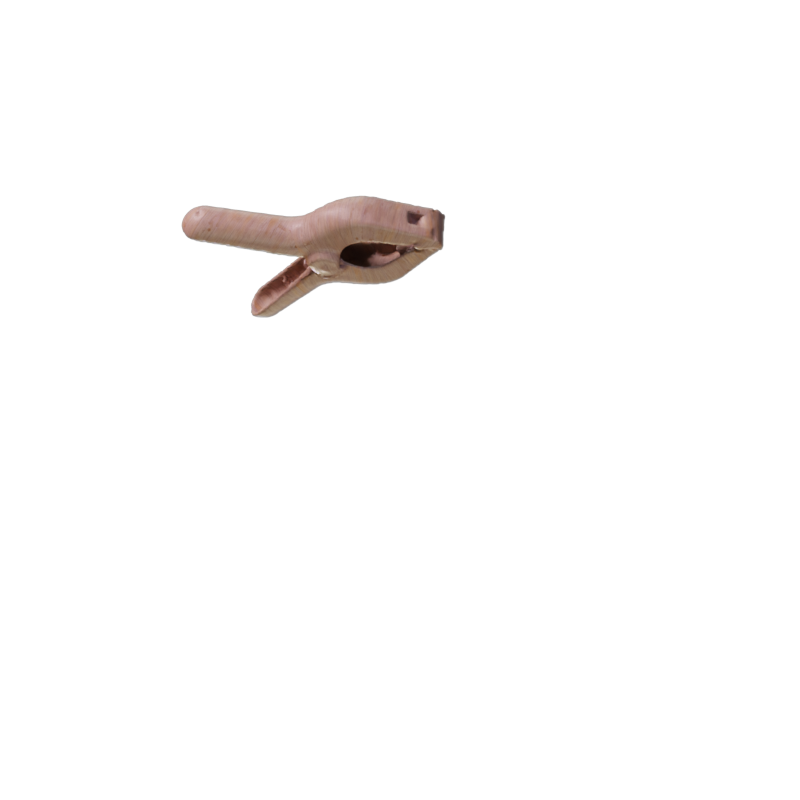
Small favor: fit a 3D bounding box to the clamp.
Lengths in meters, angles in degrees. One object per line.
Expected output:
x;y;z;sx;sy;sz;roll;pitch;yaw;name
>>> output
-0.058;-0.106;0.745;0.174;0.042;0.111;-14;-29;27;clamp
